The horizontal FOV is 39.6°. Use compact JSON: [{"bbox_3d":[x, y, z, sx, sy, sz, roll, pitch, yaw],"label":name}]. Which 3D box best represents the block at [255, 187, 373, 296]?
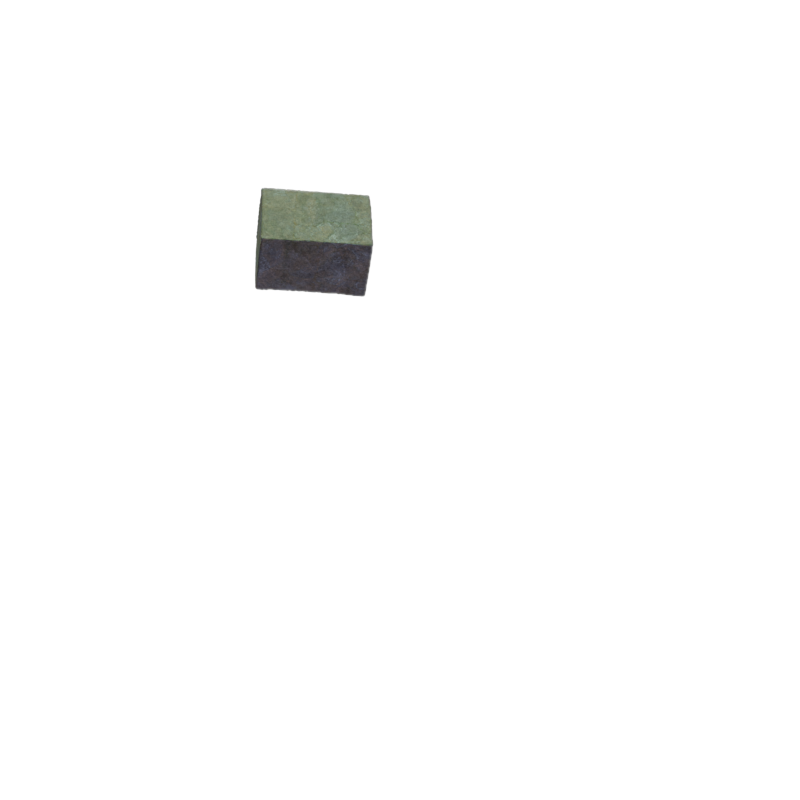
[{"bbox_3d":[-0.060,-0.109,0.767,0.077,0.055,0.049,4,-42,-6],"label":"block"}]
